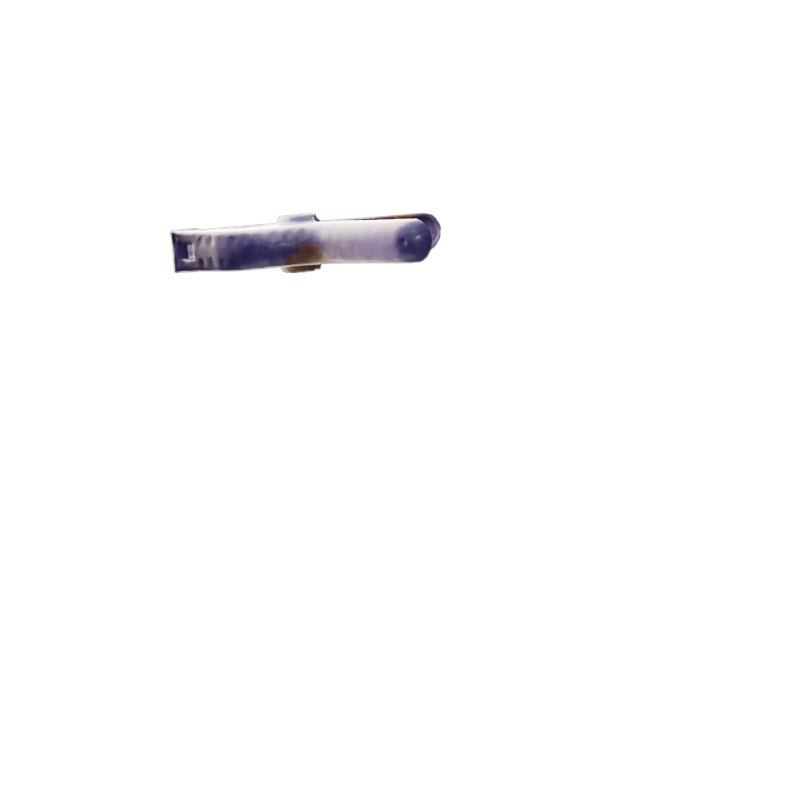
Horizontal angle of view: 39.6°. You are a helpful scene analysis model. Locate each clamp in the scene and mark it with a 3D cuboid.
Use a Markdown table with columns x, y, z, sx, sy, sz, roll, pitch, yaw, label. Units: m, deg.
| x | y | z | sx | sy | sz | roll | pitch | yaw | label |
| --- | --- | --- | --- | --- | --- | --- | --- | --- | --- |
| -0.054 | -0.099 | 0.690 | 0.175 | 0.039 | 0.118 | 2 | 6 | 16 | clamp |
